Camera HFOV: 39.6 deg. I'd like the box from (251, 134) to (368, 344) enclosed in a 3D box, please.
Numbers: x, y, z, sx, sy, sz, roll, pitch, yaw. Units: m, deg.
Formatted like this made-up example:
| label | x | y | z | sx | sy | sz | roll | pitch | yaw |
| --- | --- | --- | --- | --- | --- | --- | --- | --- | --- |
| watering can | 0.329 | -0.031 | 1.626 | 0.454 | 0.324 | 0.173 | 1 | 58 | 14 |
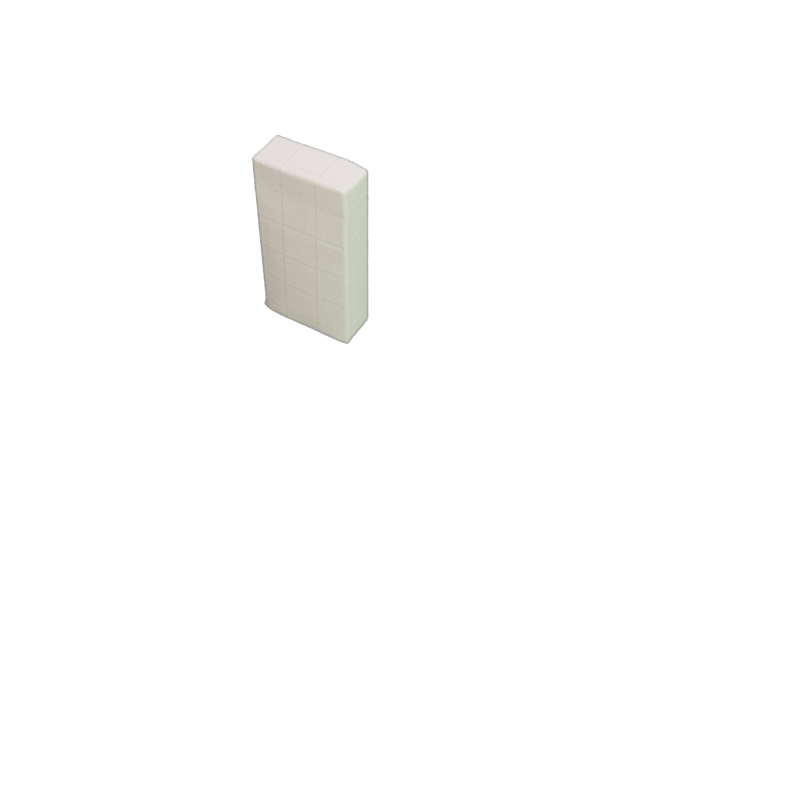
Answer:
| label | x | y | z | sx | sy | sz | roll | pitch | yaw |
| --- | --- | --- | --- | --- | --- | --- | --- | --- | --- |
| box | -0.075 | -0.137 | 0.957 | 0.098 | 0.164 | 0.049 | 25 | 48 | 21 |
